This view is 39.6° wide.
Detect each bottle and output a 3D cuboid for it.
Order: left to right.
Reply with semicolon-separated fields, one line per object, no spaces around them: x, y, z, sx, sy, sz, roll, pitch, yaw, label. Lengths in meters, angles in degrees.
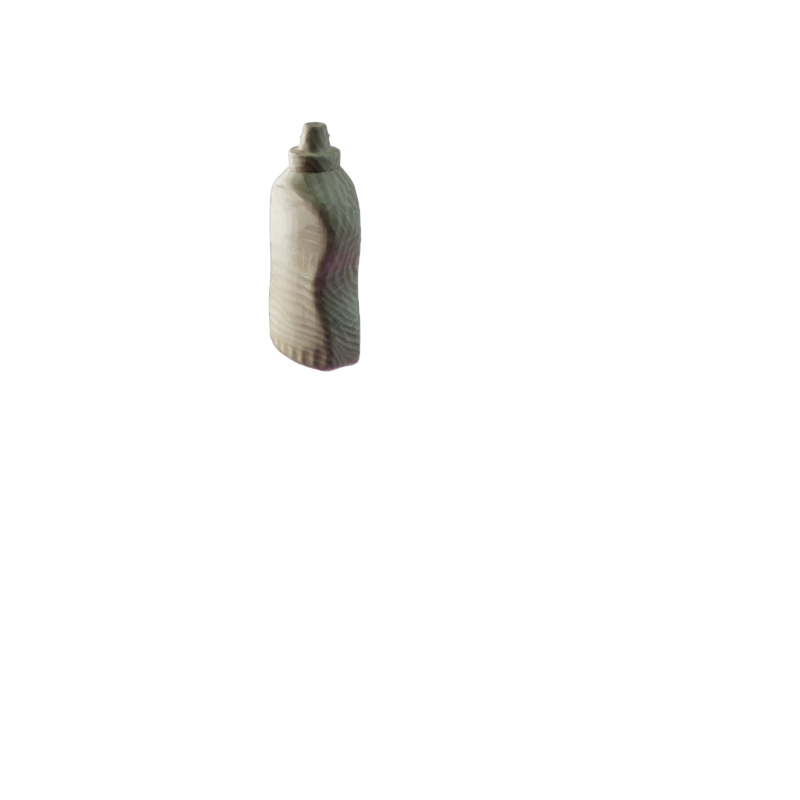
-0.069;-0.127;0.887;0.057;0.183;0.103;-11;24;-31;bottle
